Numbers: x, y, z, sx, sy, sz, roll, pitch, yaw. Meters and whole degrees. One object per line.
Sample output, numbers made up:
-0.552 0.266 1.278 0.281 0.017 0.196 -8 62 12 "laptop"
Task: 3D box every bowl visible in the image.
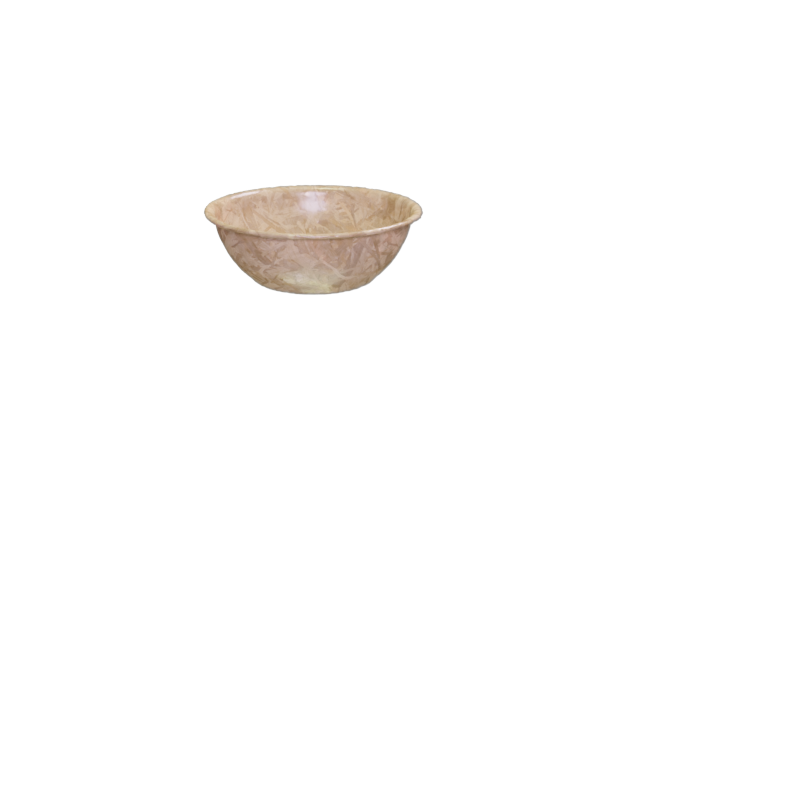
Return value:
-0.065 -0.118 0.828 0.162 0.053 0.170 -1 22 -2 "bowl"
